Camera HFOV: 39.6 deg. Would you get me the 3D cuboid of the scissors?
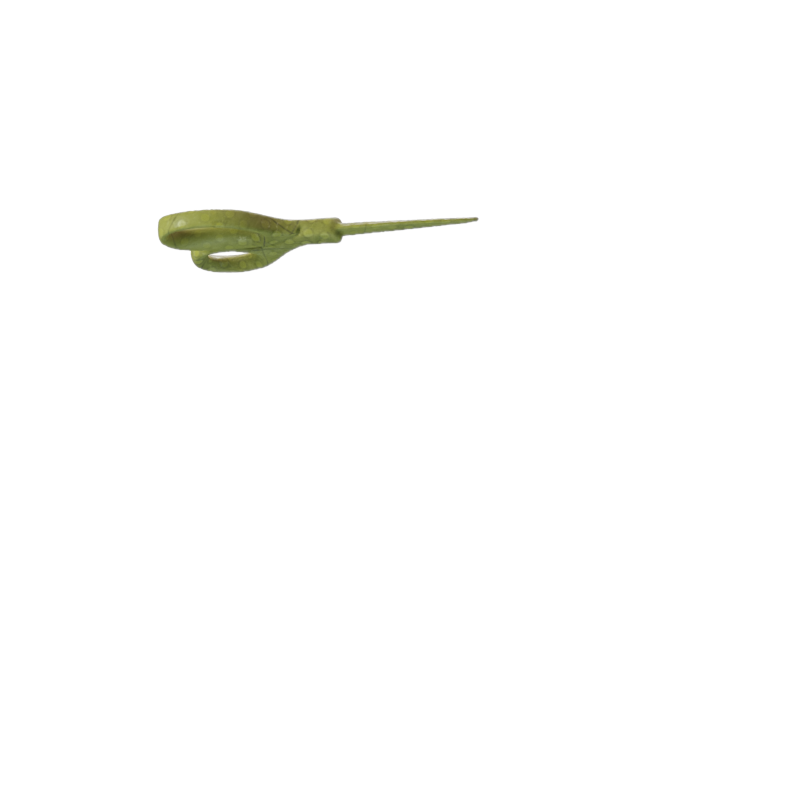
[{"bbox_3d":[-0.057,-0.104,0.730,0.200,0.016,0.093,1,-14,-5],"label":"scissors"}]
